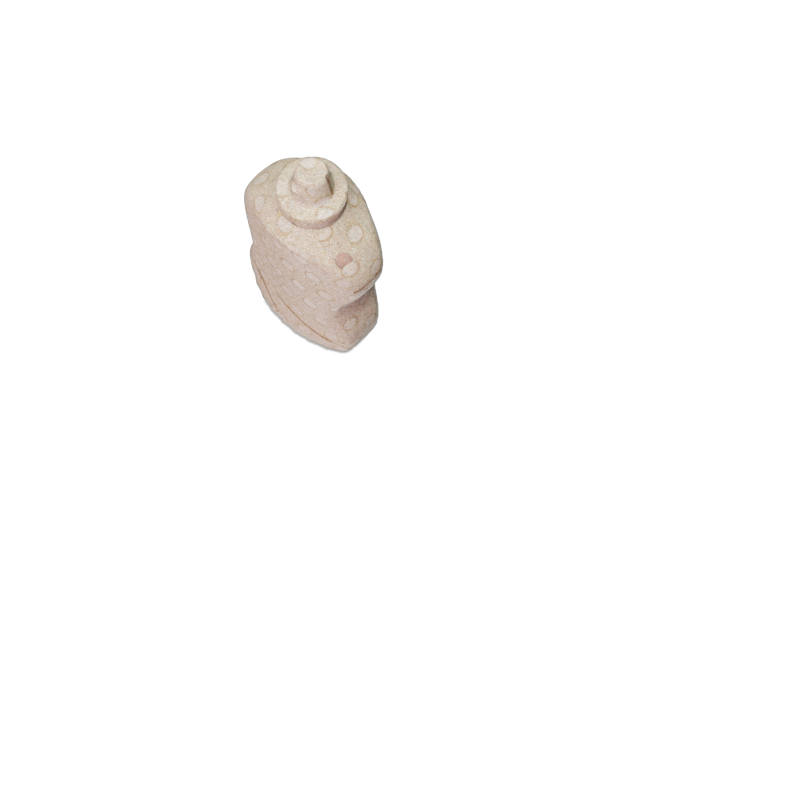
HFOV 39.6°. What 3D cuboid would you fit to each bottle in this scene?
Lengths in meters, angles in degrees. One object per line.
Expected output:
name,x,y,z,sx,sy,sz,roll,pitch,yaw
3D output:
bottle,-0.054,-0.097,0.683,0.059,0.100,0.183,-42,-11,-15
